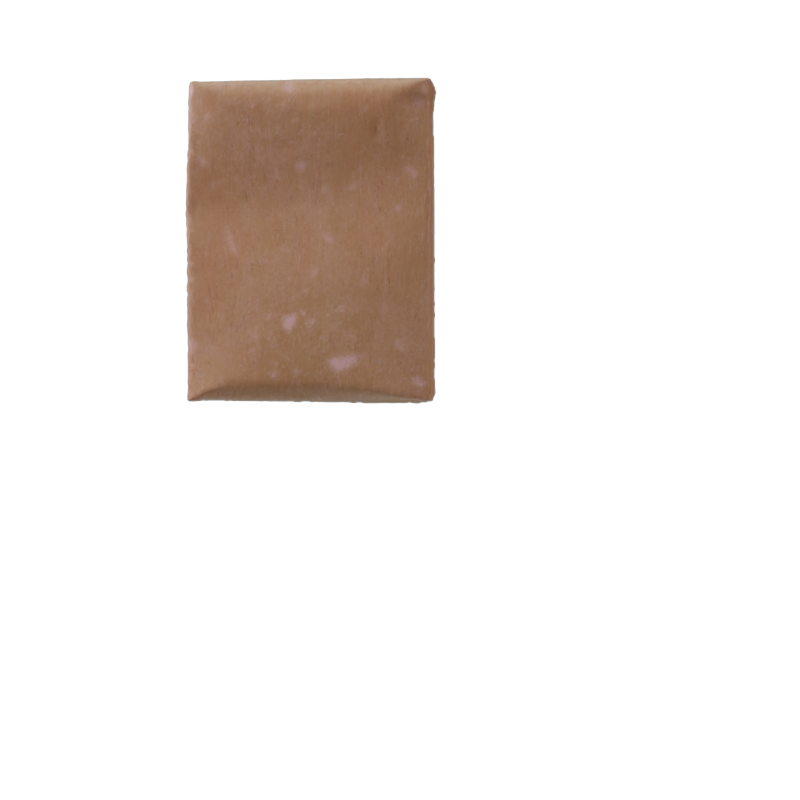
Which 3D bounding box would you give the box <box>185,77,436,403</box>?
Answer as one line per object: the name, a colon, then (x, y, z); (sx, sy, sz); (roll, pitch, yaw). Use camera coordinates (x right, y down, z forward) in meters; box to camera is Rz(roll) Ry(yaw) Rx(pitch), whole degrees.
box: (-0.058, -0.107, 0.747); (0.165, 0.214, 0.071); (0, 0, 6)
